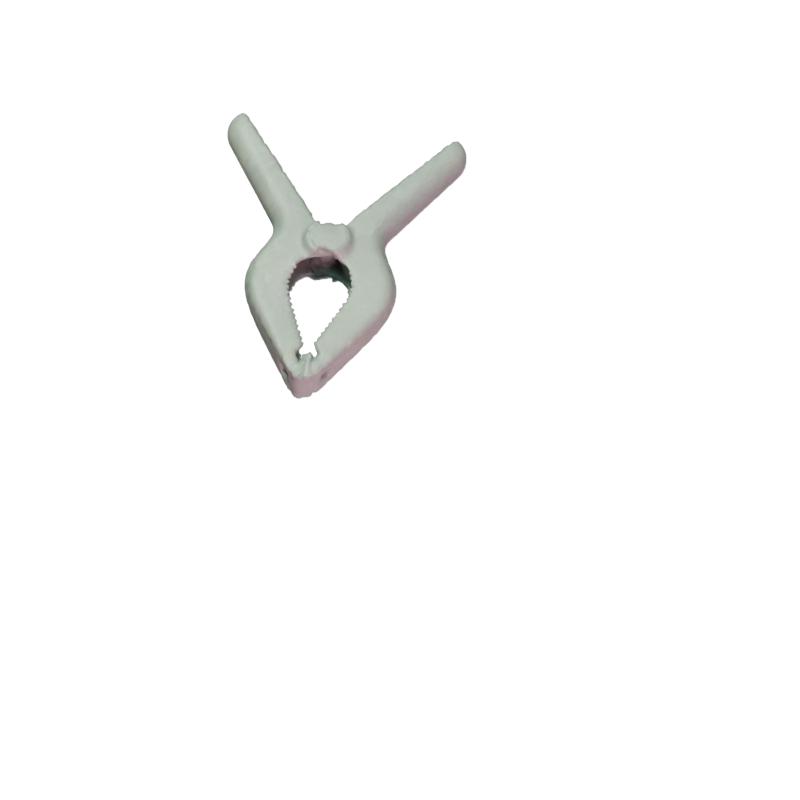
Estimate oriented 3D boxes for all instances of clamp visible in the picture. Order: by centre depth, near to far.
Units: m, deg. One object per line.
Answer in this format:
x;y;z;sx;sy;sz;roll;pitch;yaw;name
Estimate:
-0.056;-0.102;0.717;0.167;0.221;0.034;12;-32;7;clamp
